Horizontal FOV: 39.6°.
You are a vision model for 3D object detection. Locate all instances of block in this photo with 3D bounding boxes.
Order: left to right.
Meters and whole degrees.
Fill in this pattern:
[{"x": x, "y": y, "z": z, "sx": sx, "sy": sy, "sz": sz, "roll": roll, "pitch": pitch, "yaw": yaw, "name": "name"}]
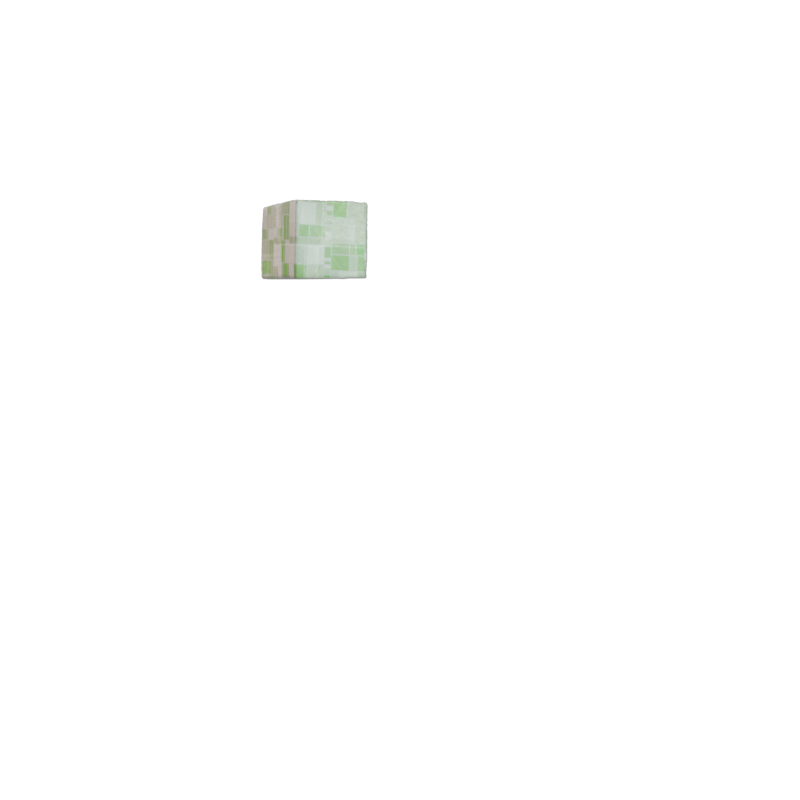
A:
[{"x": -0.059, "y": -0.108, "z": 0.758, "sx": 0.051, "sy": 0.051, "sz": 0.080, "roll": -1, "pitch": 3, "yaw": -22, "name": "block"}]
